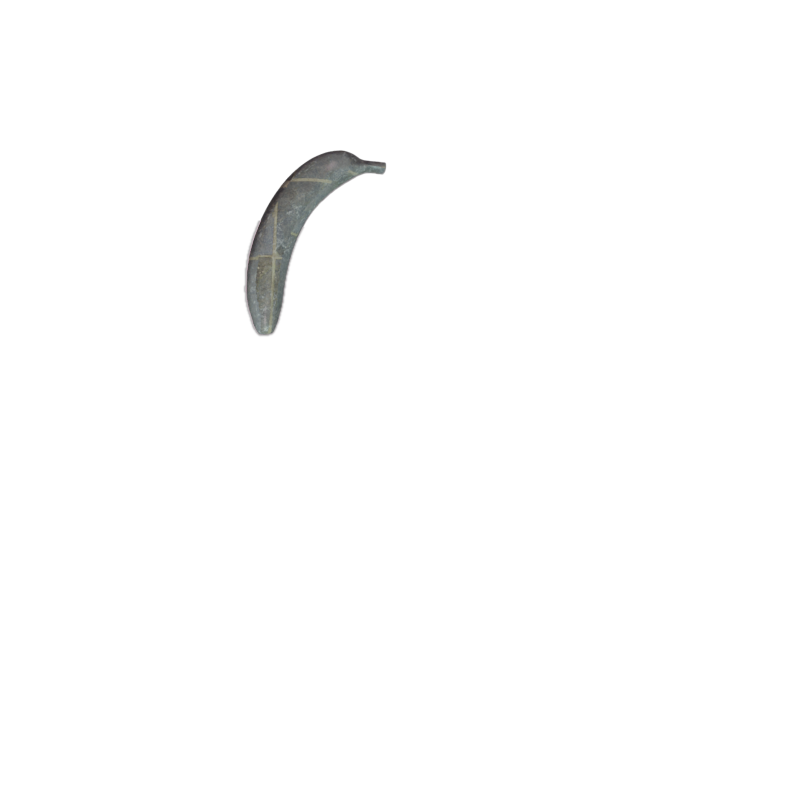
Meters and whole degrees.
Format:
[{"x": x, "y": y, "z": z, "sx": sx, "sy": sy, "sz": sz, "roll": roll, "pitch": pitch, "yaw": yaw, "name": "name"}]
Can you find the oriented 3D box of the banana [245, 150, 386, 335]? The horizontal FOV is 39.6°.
[{"x": -0.090, "y": -0.154, "z": 0.985, "sx": 0.071, "sy": 0.201, "sz": 0.035, "roll": 31, "pitch": -14, "yaw": 8, "name": "banana"}]
